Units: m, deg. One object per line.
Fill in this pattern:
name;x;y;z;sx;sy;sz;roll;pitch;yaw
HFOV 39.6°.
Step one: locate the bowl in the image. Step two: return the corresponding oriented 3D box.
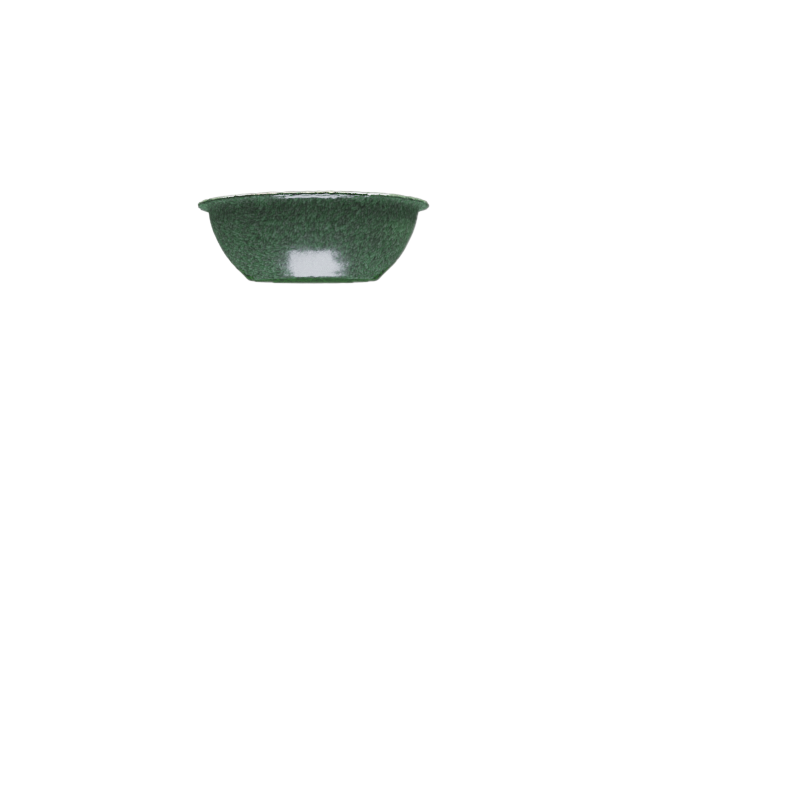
bowl;-0.061;-0.111;0.775;0.162;0.055;0.162;0;3;-2
